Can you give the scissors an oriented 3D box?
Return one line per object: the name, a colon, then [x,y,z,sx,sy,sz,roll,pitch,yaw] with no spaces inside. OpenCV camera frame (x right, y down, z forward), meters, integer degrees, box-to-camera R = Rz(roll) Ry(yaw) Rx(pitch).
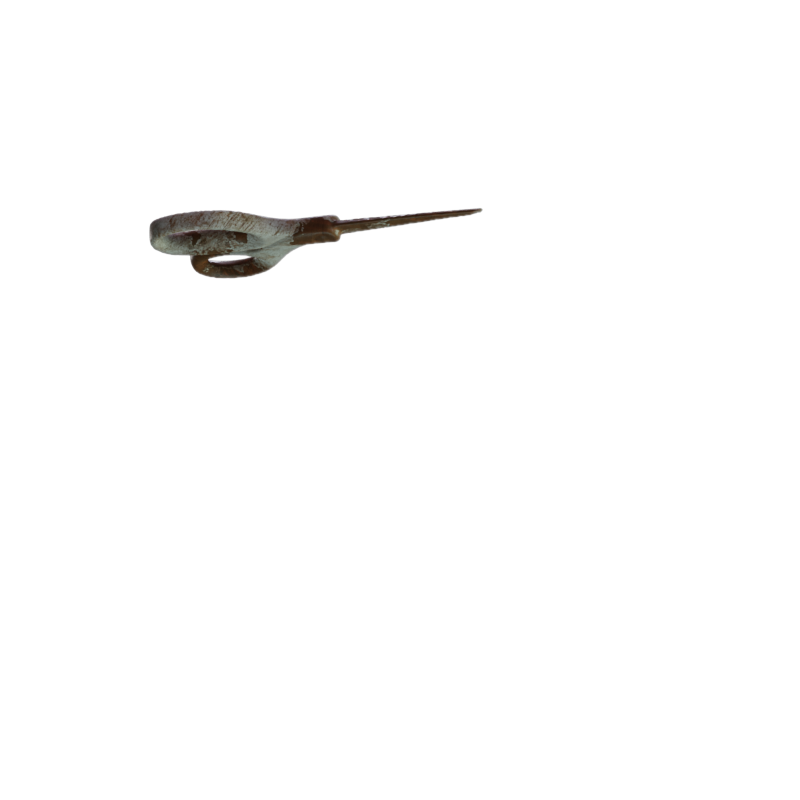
scissors: [-0.054,-0.099,0.695,0.202,0.016,0.092,0,-15,1]
